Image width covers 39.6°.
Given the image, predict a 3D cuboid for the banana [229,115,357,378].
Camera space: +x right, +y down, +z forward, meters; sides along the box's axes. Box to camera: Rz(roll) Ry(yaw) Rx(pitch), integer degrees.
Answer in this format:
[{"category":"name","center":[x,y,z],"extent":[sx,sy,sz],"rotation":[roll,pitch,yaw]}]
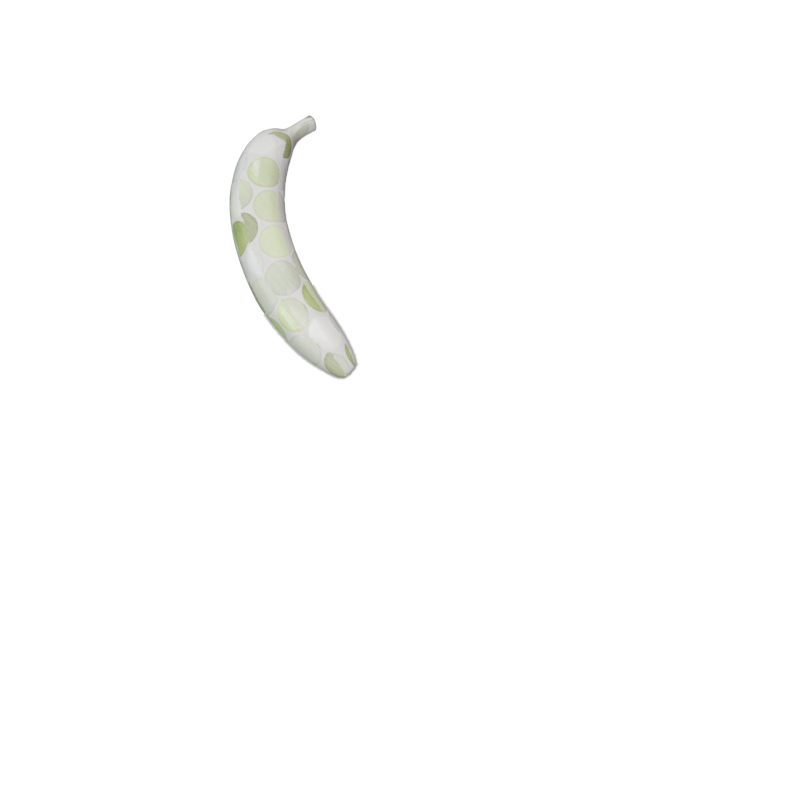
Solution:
[{"category":"banana","center":[-0.077,-0.107,0.742],"extent":[0.069,0.209,0.035],"rotation":[-8,-22,-4]}]
